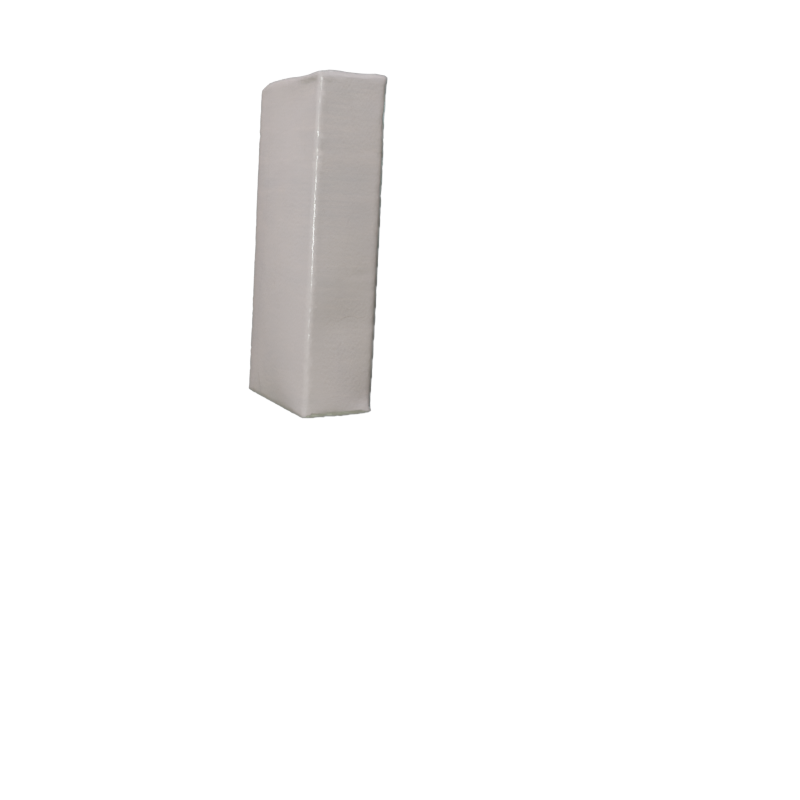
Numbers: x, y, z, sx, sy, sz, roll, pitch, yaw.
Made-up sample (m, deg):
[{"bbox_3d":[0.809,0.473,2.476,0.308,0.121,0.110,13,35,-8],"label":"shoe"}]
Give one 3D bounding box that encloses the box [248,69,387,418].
[{"bbox_3d":[-0.047,-0.086,0.601,0.047,0.175,0.097,-1,4,-25],"label":"box"}]
